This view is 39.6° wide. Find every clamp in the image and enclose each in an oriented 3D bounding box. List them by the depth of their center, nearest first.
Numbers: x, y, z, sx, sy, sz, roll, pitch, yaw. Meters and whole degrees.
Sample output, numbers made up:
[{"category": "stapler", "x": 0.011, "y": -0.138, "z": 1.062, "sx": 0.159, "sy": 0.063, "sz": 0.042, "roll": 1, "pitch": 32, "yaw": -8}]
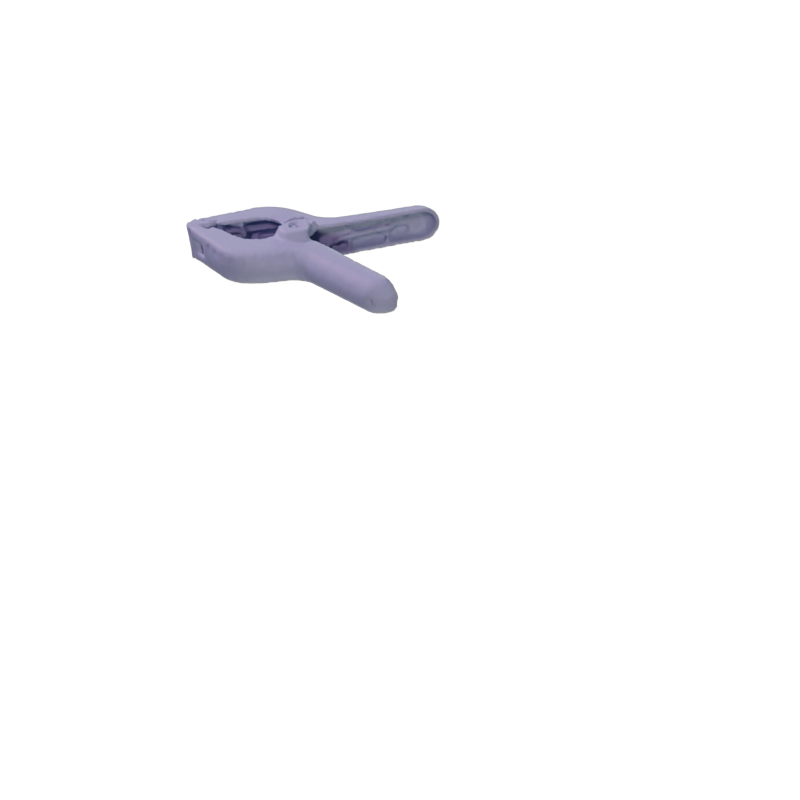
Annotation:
[{"category": "clamp", "x": -0.059, "y": -0.108, "z": 0.756, "sx": 0.179, "sy": 0.037, "sz": 0.122, "roll": 14, "pitch": 32, "yaw": 23}]
